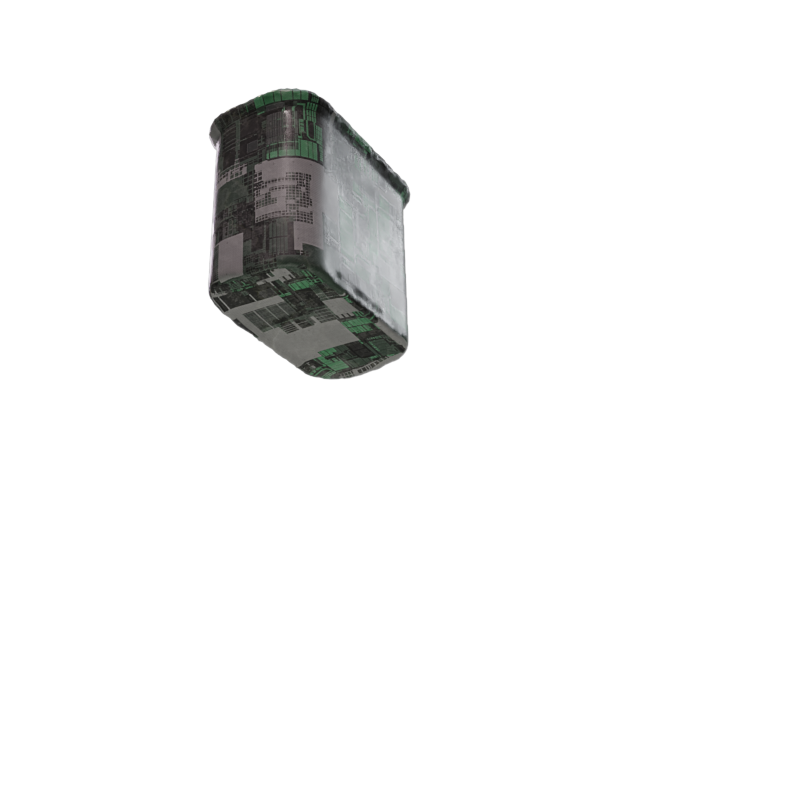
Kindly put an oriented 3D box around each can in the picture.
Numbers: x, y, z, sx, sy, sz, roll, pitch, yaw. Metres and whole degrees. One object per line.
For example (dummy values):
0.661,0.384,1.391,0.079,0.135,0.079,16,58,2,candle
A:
-0.037,-0.067,0.470,0.058,0.089,0.094,-18,-34,26,can
